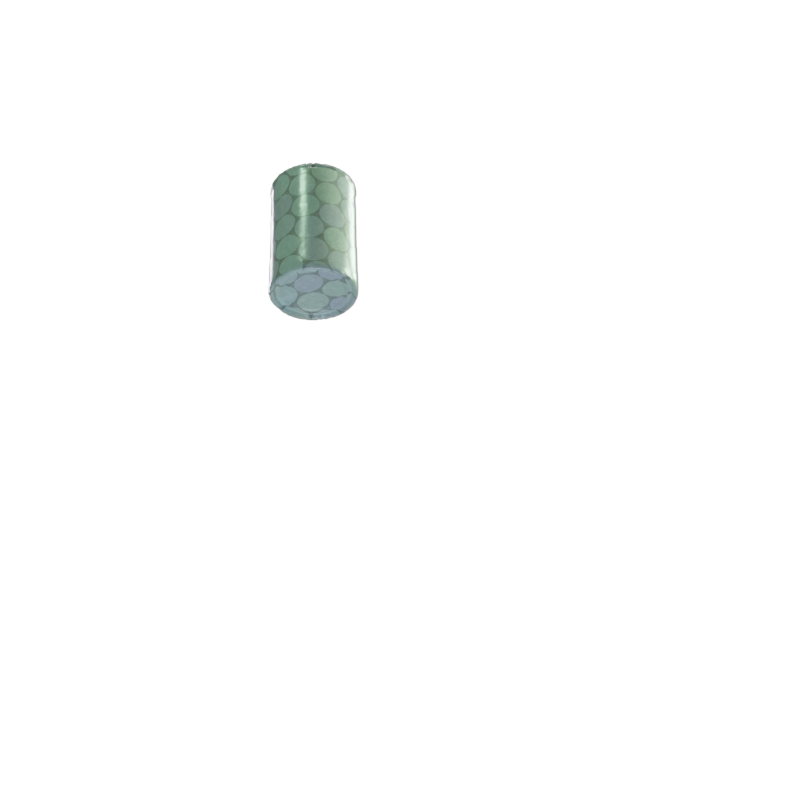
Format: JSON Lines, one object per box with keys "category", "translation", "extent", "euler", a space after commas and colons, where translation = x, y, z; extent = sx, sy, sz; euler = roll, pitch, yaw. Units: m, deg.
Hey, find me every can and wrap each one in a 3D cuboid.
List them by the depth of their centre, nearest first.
{"category": "can", "translation": [-0.066, -0.121, 0.845], "extent": [0.068, 0.109, 0.064], "euler": [-1, -36, -2]}
